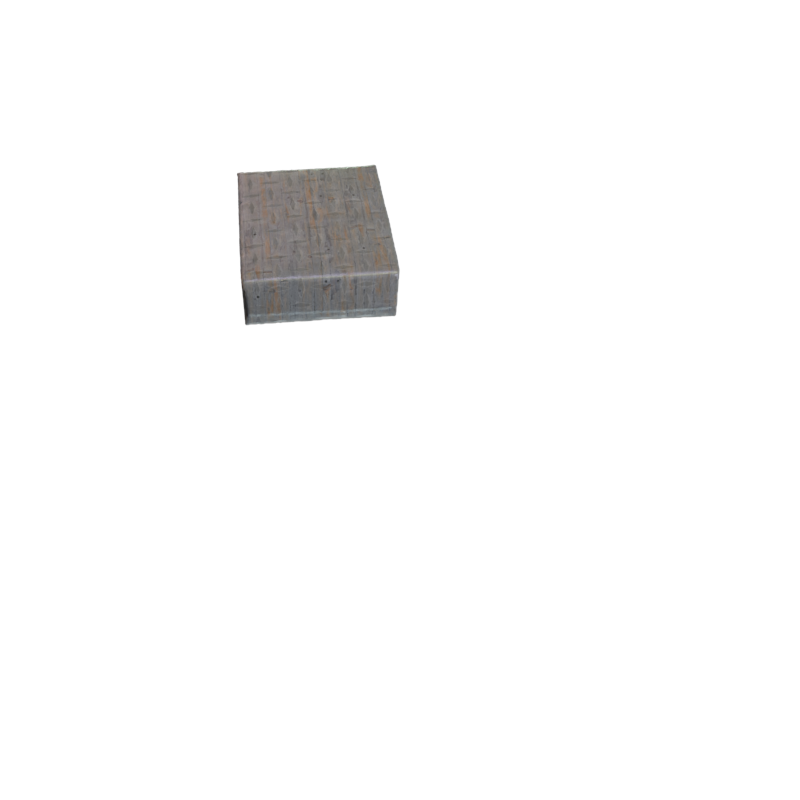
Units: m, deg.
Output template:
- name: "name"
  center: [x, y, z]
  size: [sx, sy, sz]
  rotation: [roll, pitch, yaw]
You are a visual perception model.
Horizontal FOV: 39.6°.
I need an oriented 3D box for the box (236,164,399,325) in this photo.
- name: "box"
  center: [-0.052, -0.096, 0.670]
  size: [0.089, 0.036, 0.122]
  rotation: [-4, 41, -5]
